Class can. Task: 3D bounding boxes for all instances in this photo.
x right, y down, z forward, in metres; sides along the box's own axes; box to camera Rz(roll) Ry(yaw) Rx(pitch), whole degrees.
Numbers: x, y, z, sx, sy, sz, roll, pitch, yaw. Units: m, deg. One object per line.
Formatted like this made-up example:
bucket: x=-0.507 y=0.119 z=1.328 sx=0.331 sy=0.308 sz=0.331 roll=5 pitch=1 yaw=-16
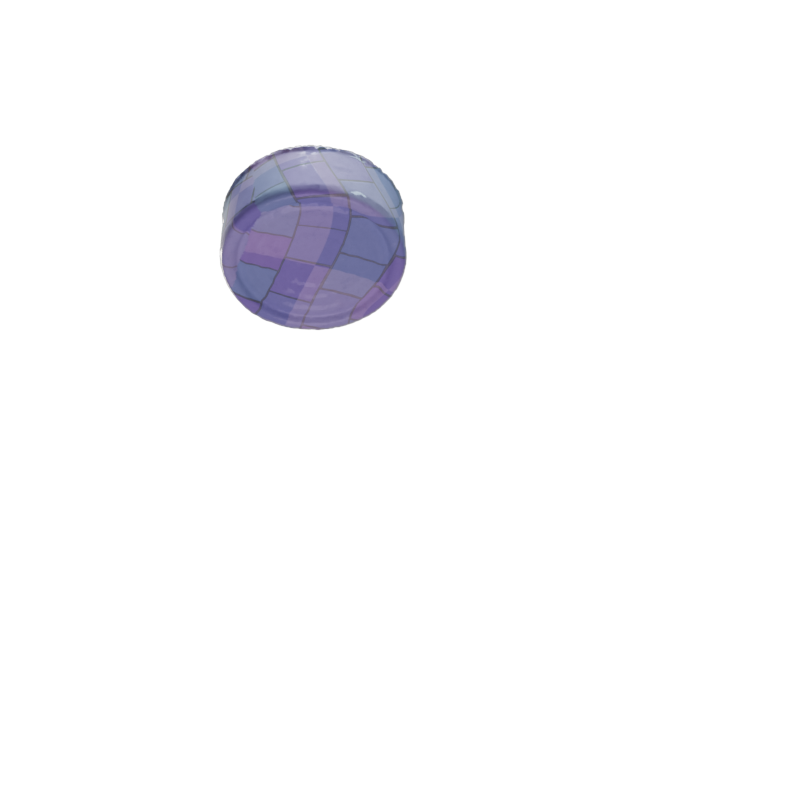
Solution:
can: x=-0.040 y=-0.073 z=0.509 sx=0.086 sy=0.080 sz=0.036 roll=1 pitch=43 yaw=-1
